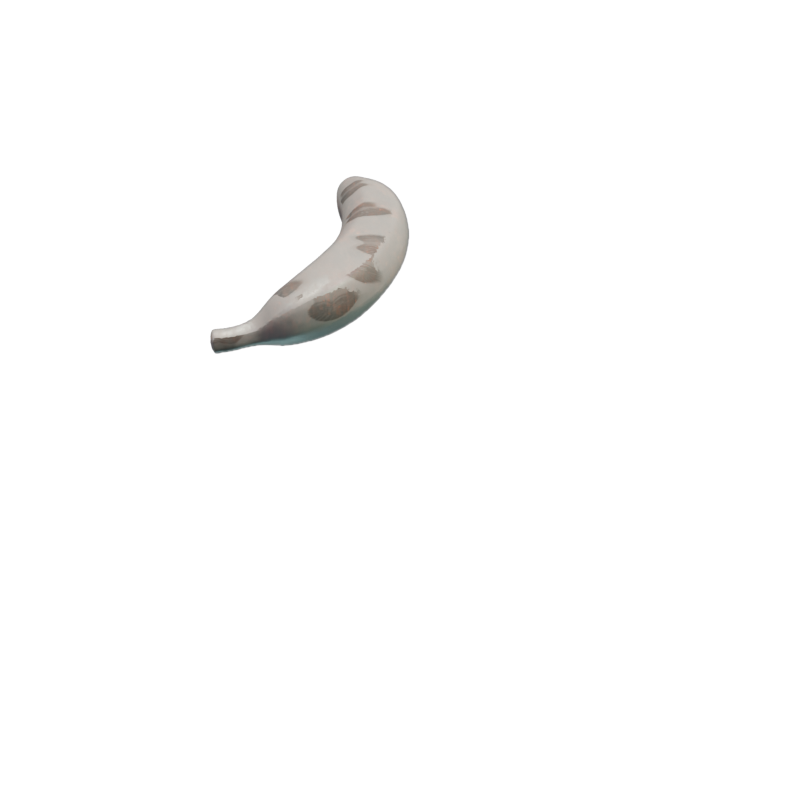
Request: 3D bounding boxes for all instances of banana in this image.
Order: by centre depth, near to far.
[{"bbox_3d":[-0.030,-0.080,0.591,0.071,0.035,0.204,9,32,15],"label":"banana"}]
